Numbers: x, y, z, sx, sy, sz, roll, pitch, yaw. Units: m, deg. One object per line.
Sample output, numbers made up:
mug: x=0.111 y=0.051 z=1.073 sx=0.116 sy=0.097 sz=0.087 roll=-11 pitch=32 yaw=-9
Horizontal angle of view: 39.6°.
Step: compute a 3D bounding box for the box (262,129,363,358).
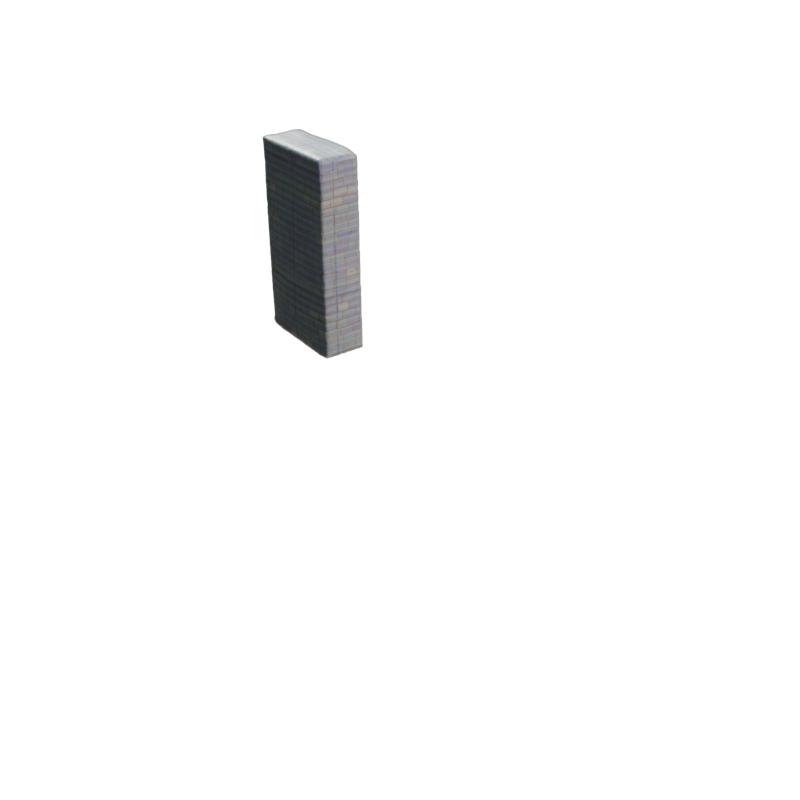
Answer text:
box: x=-0.074 y=-0.135 z=0.946 sx=0.047 sy=0.168 sz=0.100 roll=-13 pitch=27 yaw=-32
